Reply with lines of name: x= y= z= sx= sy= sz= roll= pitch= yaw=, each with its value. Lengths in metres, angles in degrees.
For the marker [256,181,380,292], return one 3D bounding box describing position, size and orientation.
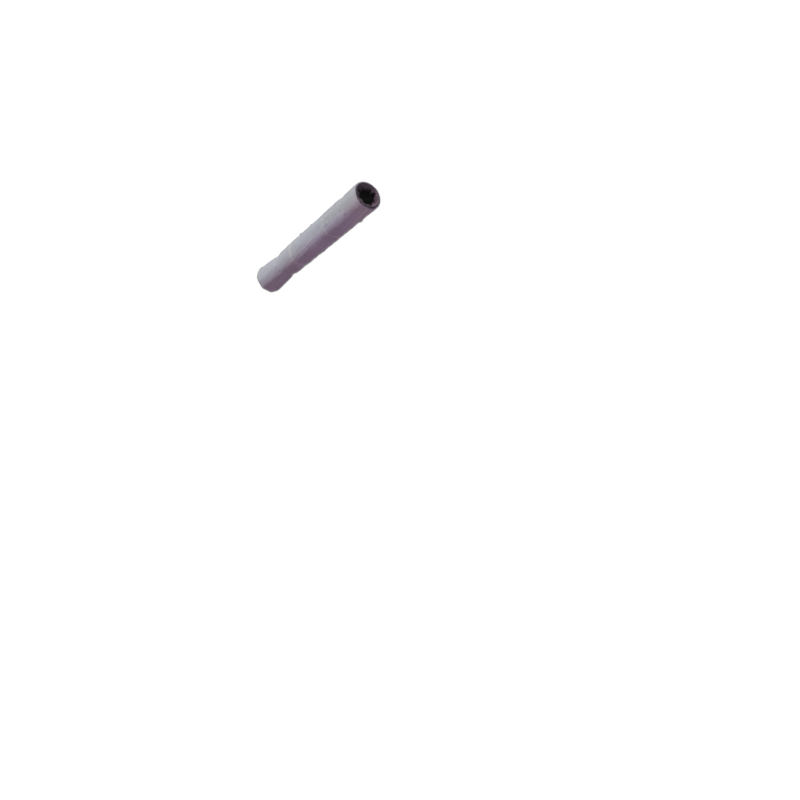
marker: x=-0.054 y=-0.098 z=0.686 sx=0.019 sy=0.021 sz=0.120 roll=-2 pitch=-19 yaw=-39
